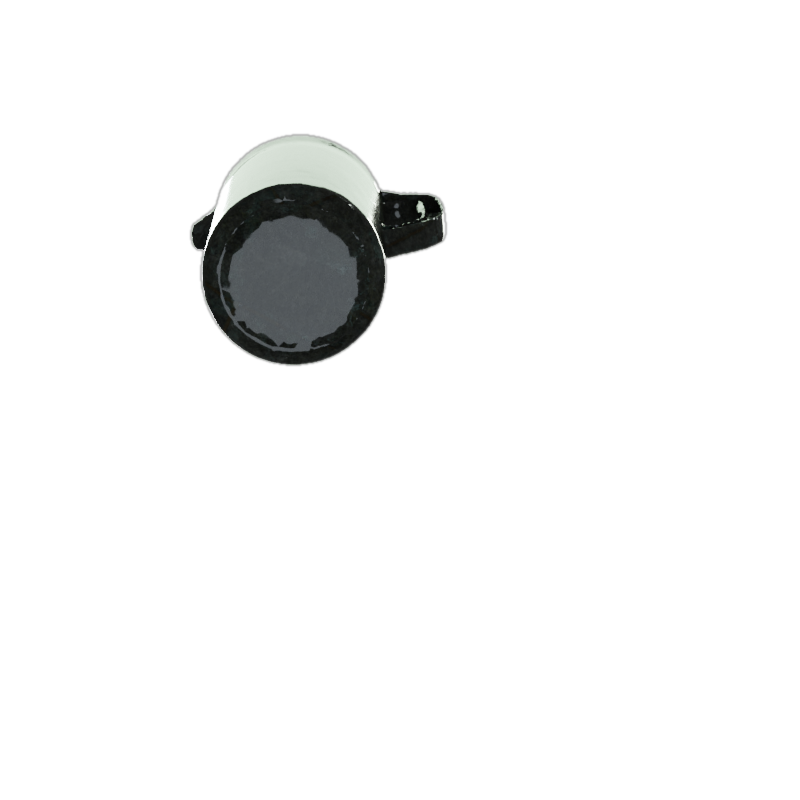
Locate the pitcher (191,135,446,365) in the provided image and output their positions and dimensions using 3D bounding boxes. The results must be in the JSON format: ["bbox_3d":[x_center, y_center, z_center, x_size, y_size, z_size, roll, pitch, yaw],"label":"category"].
[{"bbox_3d":[-0.059,-0.107,0.752,0.142,0.148,0.251,38,10,-12],"label":"pitcher"}]
